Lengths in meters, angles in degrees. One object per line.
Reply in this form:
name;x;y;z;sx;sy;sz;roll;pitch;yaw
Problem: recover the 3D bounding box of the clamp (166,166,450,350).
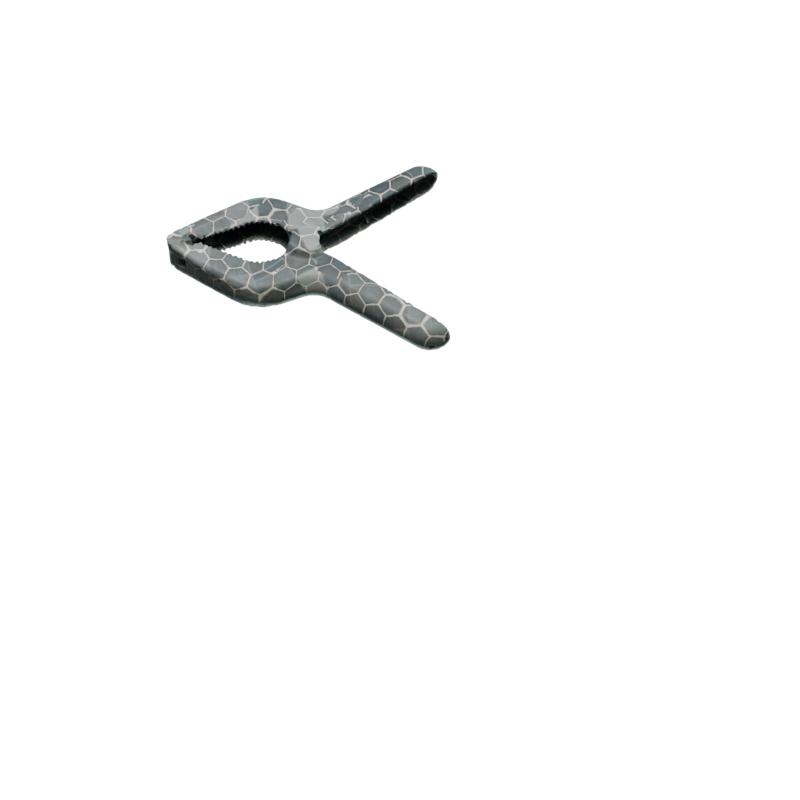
clamp;-0.064;-0.117;0.820;0.211;0.175;0.034;5;-38;4
